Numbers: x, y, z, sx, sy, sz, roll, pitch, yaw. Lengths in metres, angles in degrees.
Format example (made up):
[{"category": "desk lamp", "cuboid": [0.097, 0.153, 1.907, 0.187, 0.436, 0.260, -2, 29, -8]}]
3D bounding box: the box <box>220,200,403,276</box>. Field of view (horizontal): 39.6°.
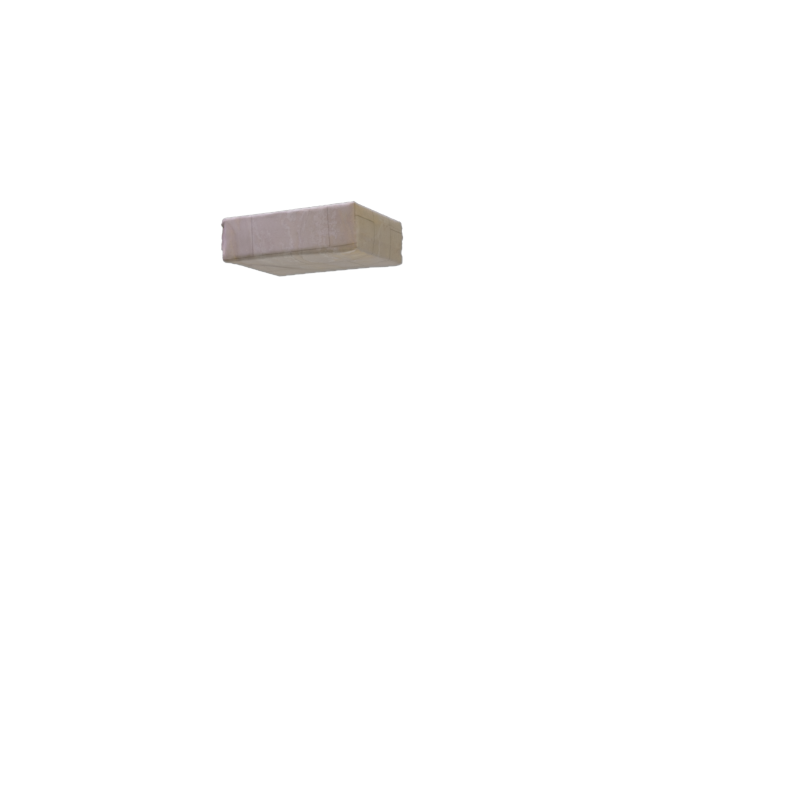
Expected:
[{"category": "box", "cuboid": [-0.066, -0.120, 0.841, 0.117, 0.039, 0.086, -1, -2, 25]}]
